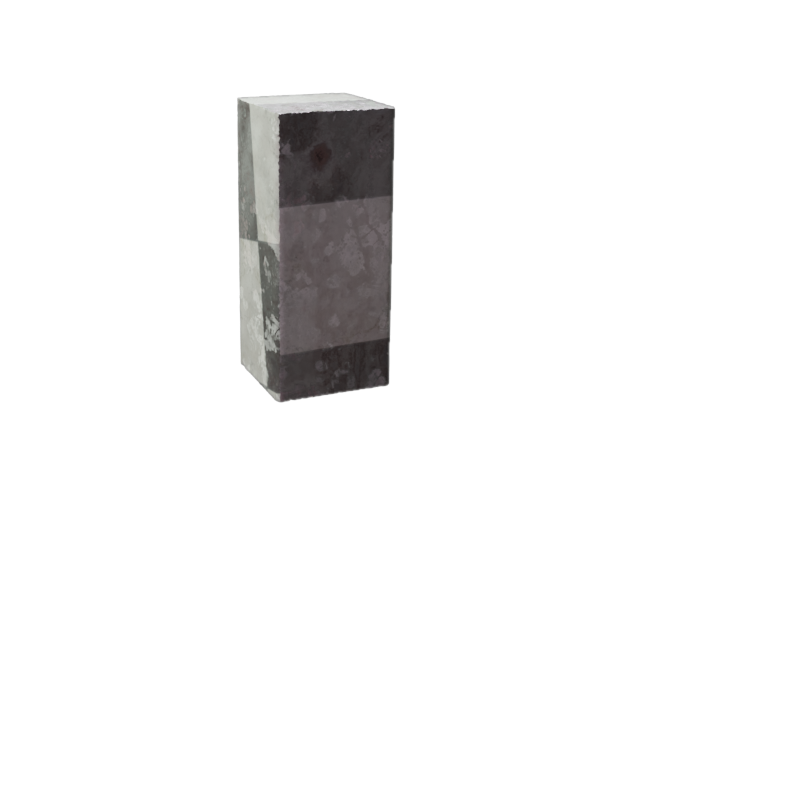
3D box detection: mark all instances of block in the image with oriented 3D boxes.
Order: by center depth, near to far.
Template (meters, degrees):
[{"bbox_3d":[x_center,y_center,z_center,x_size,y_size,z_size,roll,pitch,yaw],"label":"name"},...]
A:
[{"bbox_3d":[-0.064,-0.116,0.814,0.089,0.199,0.096,-7,18,-24],"label":"block"}]
